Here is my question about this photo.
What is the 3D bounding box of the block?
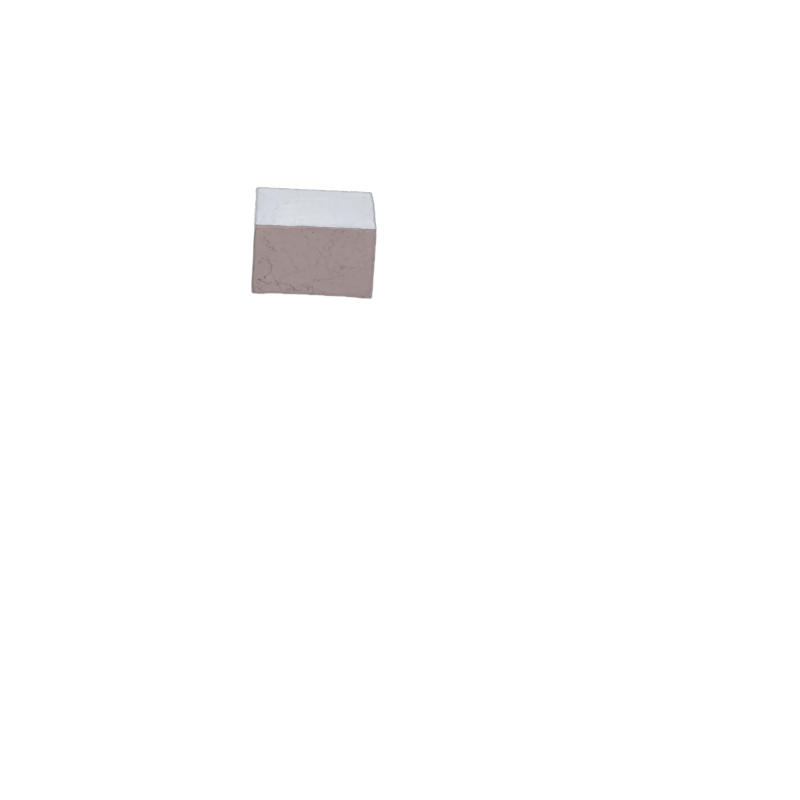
[{"bbox_3d":[-0.055,-0.101,0.708,0.078,0.050,0.055,3,34,-3],"label":"block"}]
